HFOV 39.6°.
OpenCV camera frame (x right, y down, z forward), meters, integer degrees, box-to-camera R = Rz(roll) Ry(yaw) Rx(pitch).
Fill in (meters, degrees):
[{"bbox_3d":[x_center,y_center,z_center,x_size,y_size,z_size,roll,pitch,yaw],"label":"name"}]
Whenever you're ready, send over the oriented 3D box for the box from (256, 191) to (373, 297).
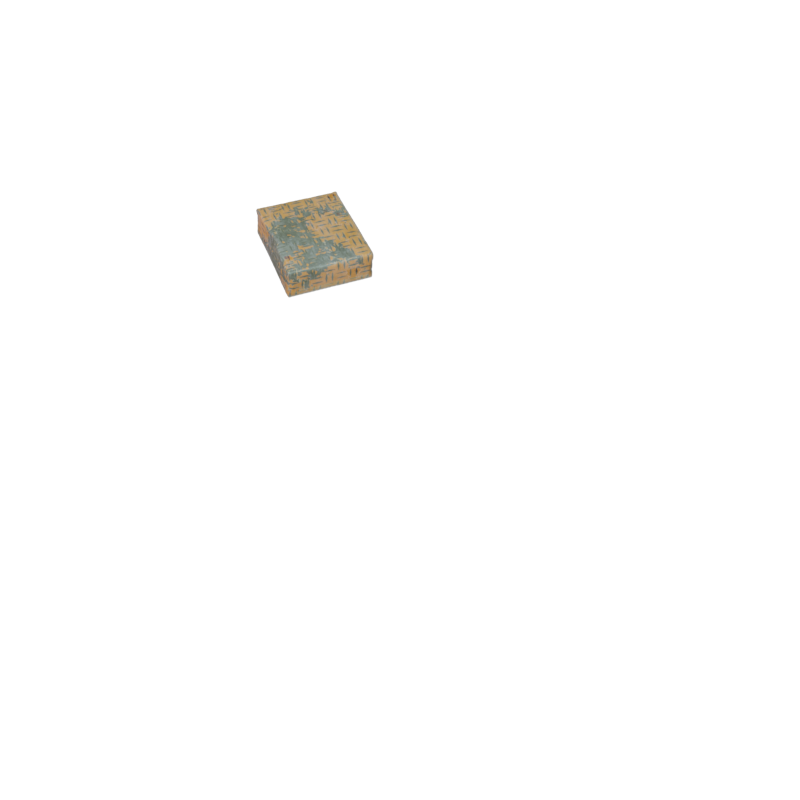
[{"bbox_3d":[-0.072,-0.131,0.915,0.072,0.028,0.097,-15,47,-14],"label":"box"}]
